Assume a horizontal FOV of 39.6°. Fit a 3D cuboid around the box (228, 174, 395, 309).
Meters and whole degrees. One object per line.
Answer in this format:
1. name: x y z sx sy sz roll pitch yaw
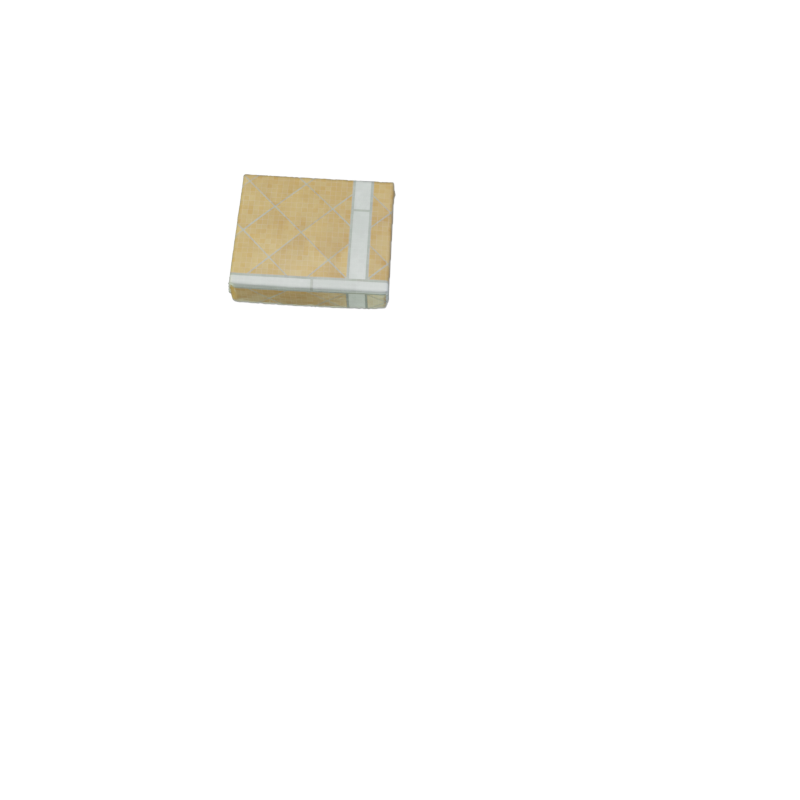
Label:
1. box: -0.062 -0.113 0.794 0.114 0.095 0.037 4 -26 1
